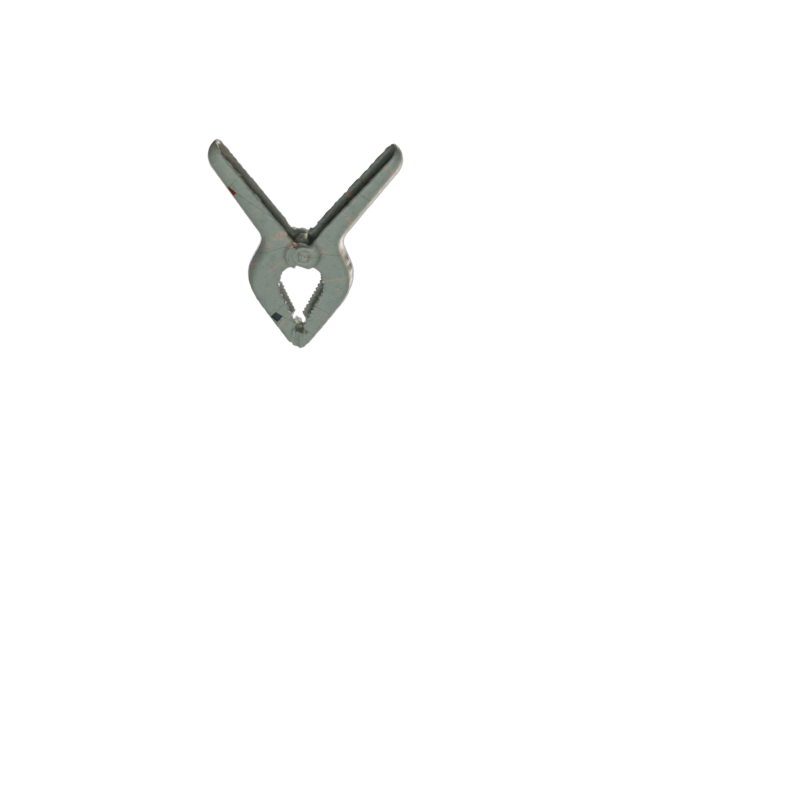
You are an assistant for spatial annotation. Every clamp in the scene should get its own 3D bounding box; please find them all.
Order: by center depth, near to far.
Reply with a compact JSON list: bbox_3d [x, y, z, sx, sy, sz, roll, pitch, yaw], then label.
[{"bbox_3d":[-0.077,-0.140,0.981,0.165,0.196,0.039,-3,33,2],"label":"clamp"}]
